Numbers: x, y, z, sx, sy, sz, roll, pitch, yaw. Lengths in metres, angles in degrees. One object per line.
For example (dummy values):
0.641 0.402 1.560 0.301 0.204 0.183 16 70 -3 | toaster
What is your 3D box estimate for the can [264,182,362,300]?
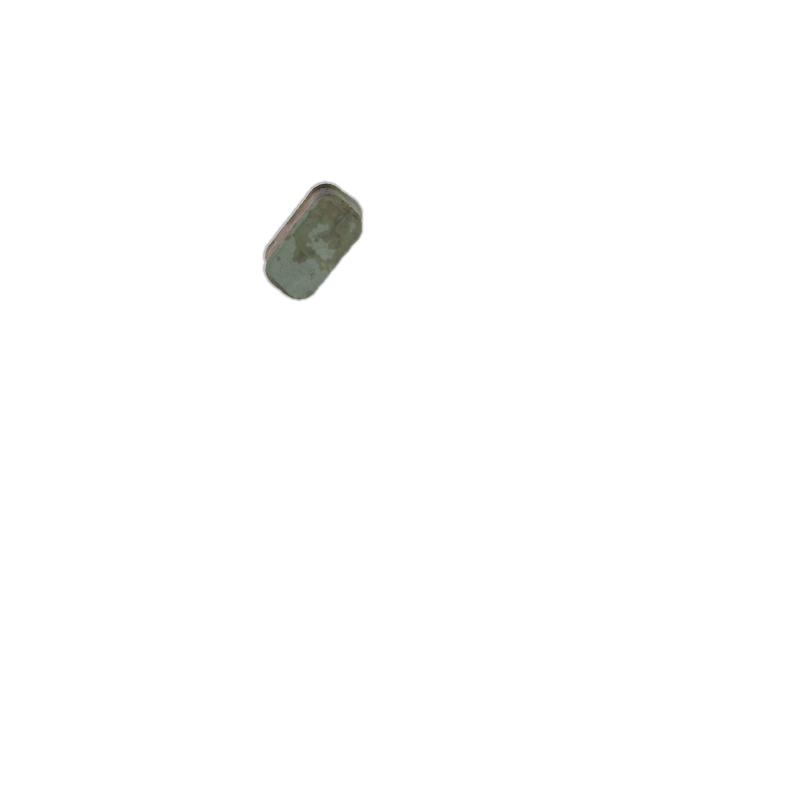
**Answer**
-0.078 -0.143 1.000 0.056 0.101 0.086 38 7 -10 | can
